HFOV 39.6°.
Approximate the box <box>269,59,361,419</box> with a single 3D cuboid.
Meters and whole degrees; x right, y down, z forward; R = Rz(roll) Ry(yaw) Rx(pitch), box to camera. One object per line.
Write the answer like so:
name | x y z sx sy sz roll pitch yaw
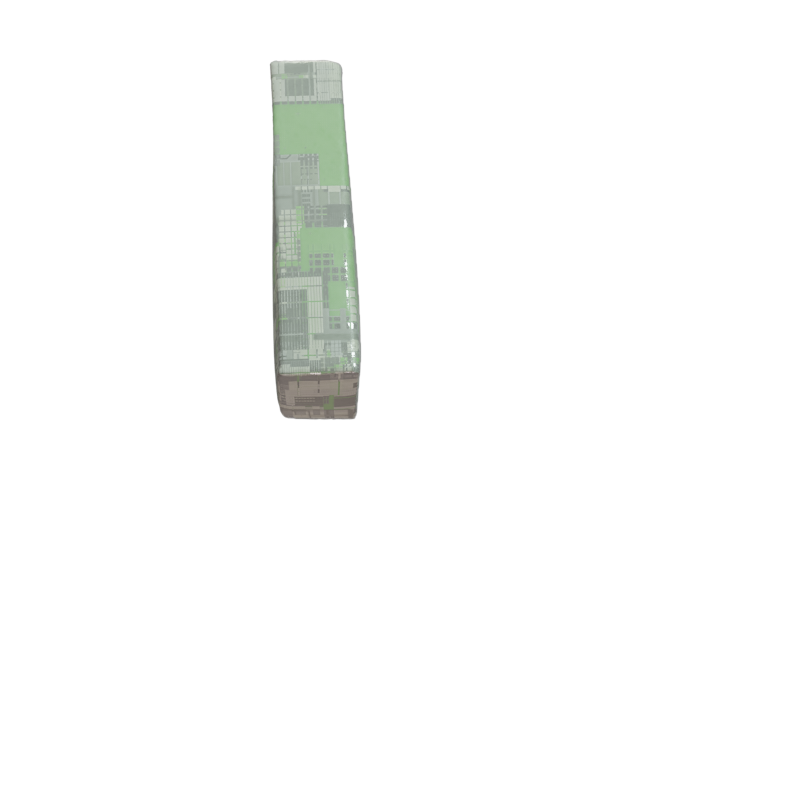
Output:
box | -0.047 -0.086 0.599 0.048 0.185 0.089 0 -21 -4
